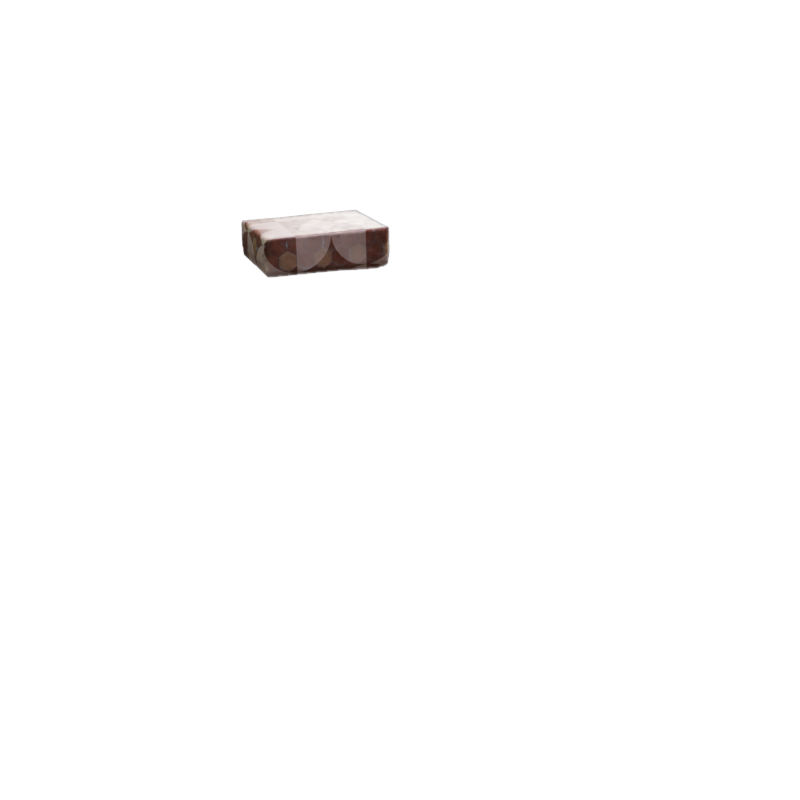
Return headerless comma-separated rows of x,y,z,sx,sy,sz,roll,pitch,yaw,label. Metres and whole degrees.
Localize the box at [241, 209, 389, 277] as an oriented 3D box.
-0.076,-0.139,0.977,0.111,0.037,0.095,-6,20,-17,box
